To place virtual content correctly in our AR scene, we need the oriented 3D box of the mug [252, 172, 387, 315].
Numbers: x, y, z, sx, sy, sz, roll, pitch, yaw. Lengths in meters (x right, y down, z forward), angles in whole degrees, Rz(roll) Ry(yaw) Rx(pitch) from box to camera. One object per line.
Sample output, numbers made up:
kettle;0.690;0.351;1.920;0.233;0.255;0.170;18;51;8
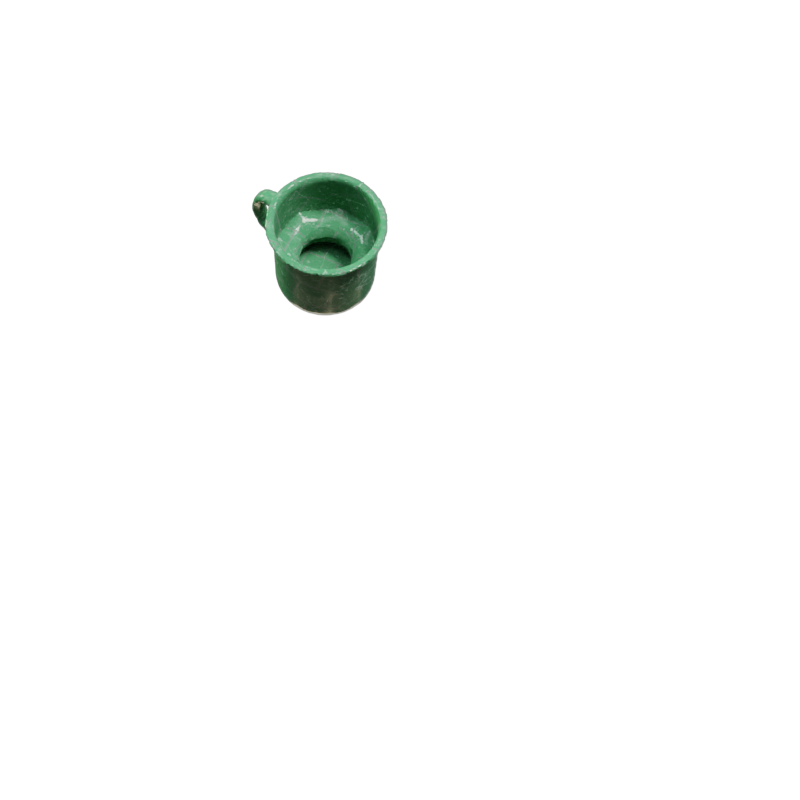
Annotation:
mug;-0.069;-0.125;0.877;0.121;0.095;0.077;31;-24;14
